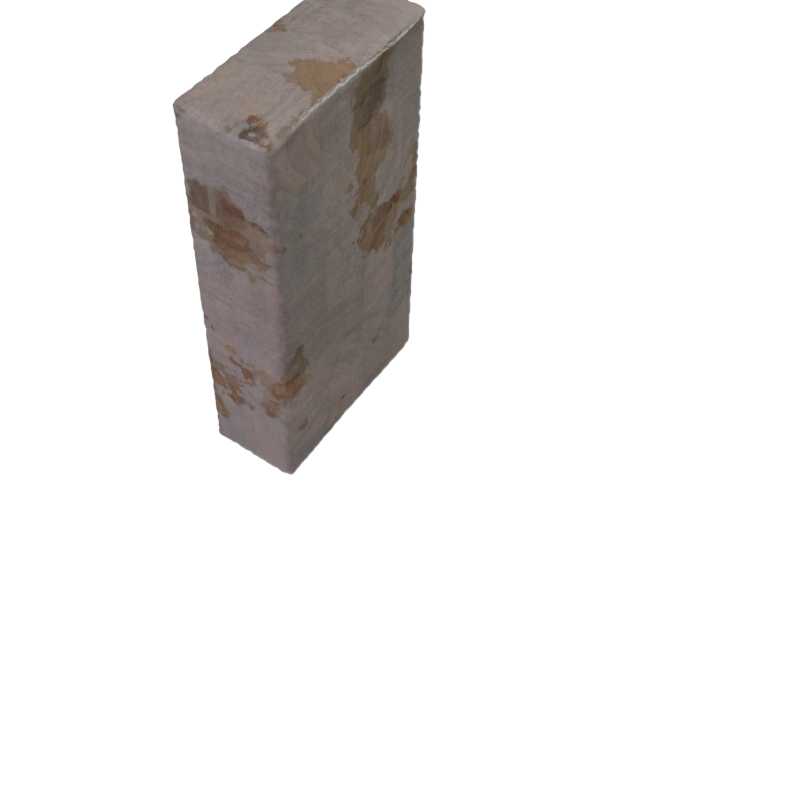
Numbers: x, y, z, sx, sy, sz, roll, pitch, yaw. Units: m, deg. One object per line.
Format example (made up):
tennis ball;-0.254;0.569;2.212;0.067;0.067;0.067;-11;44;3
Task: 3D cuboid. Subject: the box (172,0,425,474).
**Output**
box;-0.033;-0.060;0.422;0.050;0.096;0.164;28;-35;18
